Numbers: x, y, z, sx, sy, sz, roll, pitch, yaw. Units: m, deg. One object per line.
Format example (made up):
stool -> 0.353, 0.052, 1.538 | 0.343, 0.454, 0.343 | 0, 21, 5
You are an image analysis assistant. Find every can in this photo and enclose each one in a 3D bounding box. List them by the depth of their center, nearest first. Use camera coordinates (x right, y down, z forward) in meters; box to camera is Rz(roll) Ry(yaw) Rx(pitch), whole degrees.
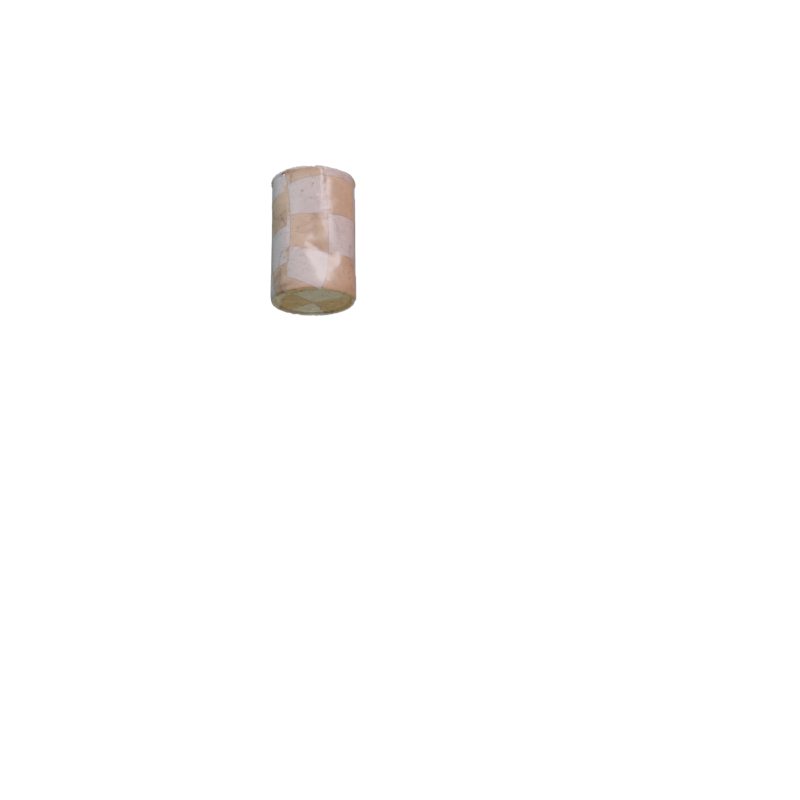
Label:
can -> -0.068, -0.125, 0.875 | 0.068, 0.107, 0.065 | 0, -19, -2
